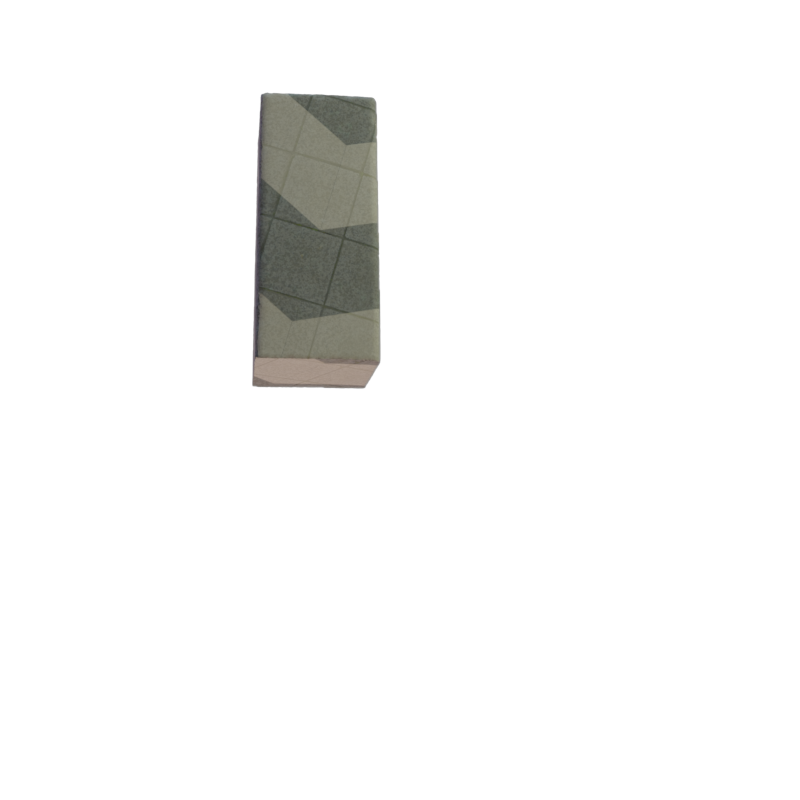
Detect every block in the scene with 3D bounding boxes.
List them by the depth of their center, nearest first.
[{"bbox_3d":[-0.065,-0.121,0.844,0.089,0.216,0.087,1,-19,-7],"label":"block"}]
